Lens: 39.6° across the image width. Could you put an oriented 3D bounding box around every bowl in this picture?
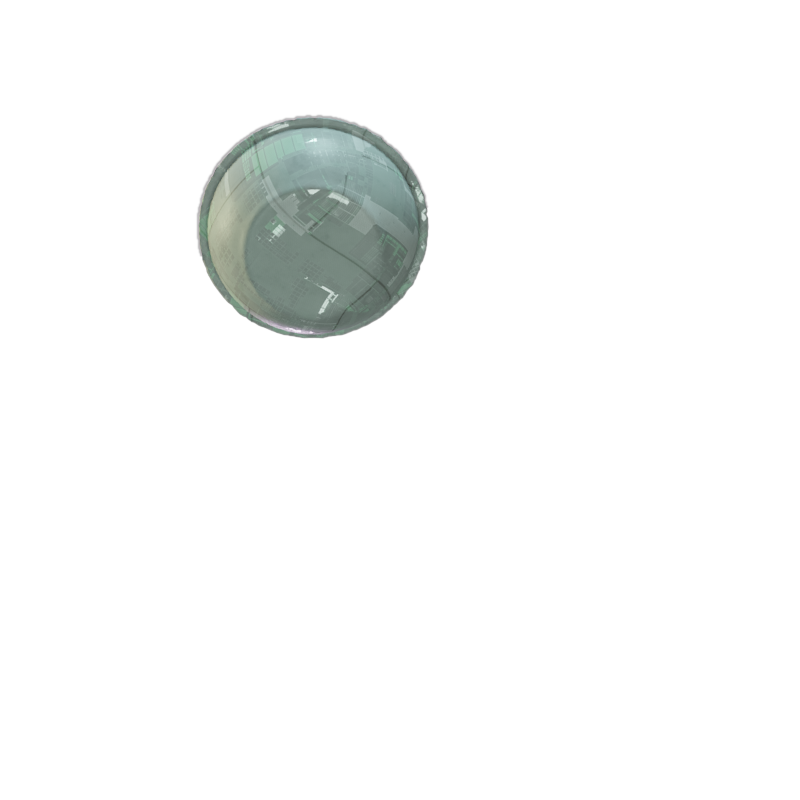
[{"bbox_3d":[-0.059,-0.107,0.750,0.162,0.155,0.057,0,19,-1],"label":"bowl"}]
